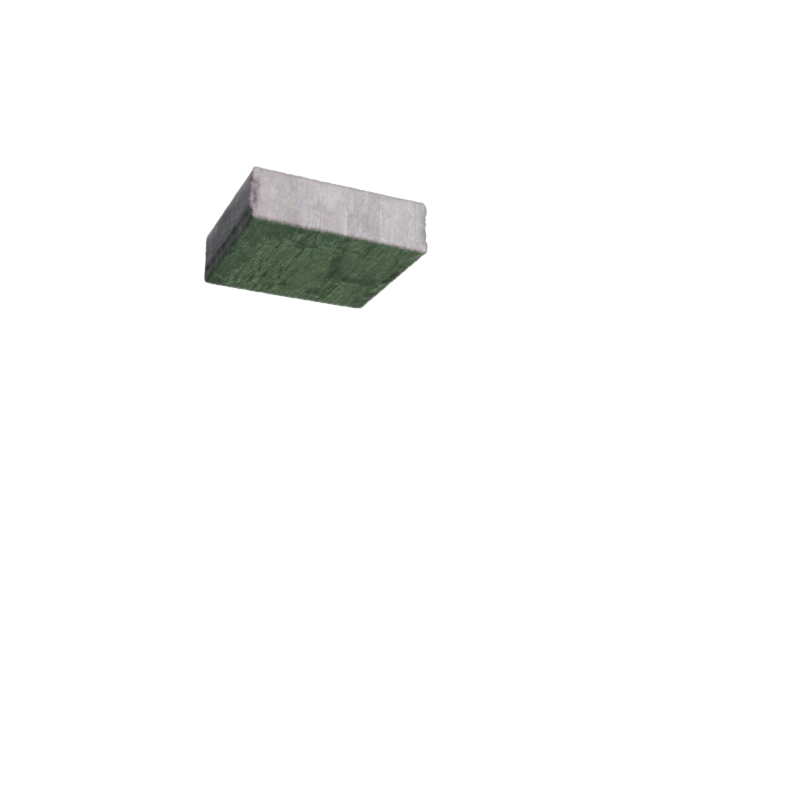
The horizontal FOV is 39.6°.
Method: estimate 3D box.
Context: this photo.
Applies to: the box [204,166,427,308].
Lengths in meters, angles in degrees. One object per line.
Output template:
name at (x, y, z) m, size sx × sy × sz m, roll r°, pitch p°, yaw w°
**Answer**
box at (-0.042, -0.076, 0.536) m, size 0.086 × 0.032 × 0.072 m, roll 9°, pitch -23°, yaw -22°
